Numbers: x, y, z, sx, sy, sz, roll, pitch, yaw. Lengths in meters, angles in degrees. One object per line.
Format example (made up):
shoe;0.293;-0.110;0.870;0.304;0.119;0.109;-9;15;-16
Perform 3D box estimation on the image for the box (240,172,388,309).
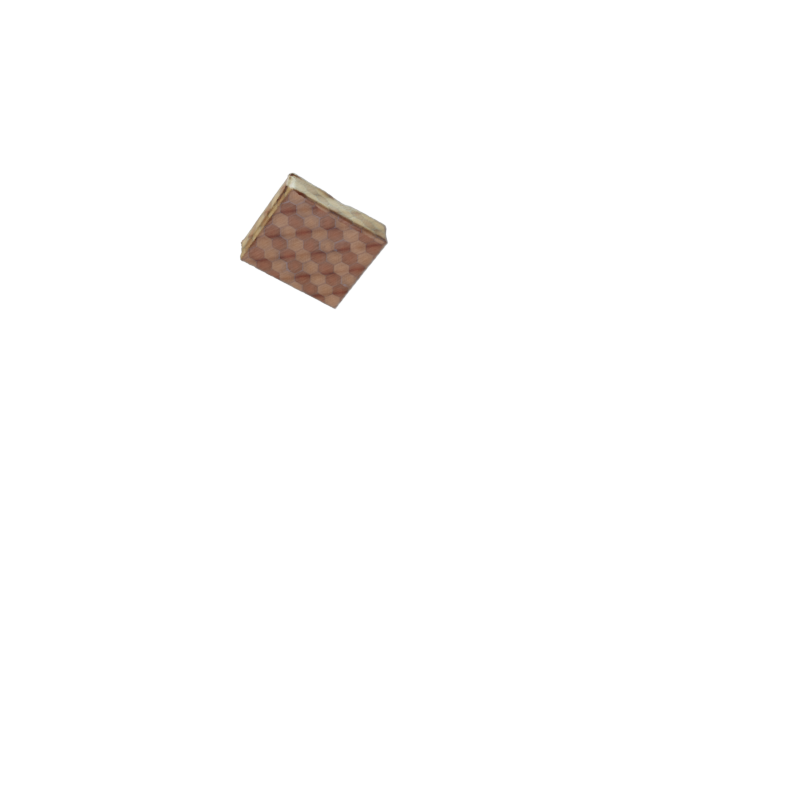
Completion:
box;-0.066;-0.120;0.841;0.086;0.071;0.032;28;29;-18
